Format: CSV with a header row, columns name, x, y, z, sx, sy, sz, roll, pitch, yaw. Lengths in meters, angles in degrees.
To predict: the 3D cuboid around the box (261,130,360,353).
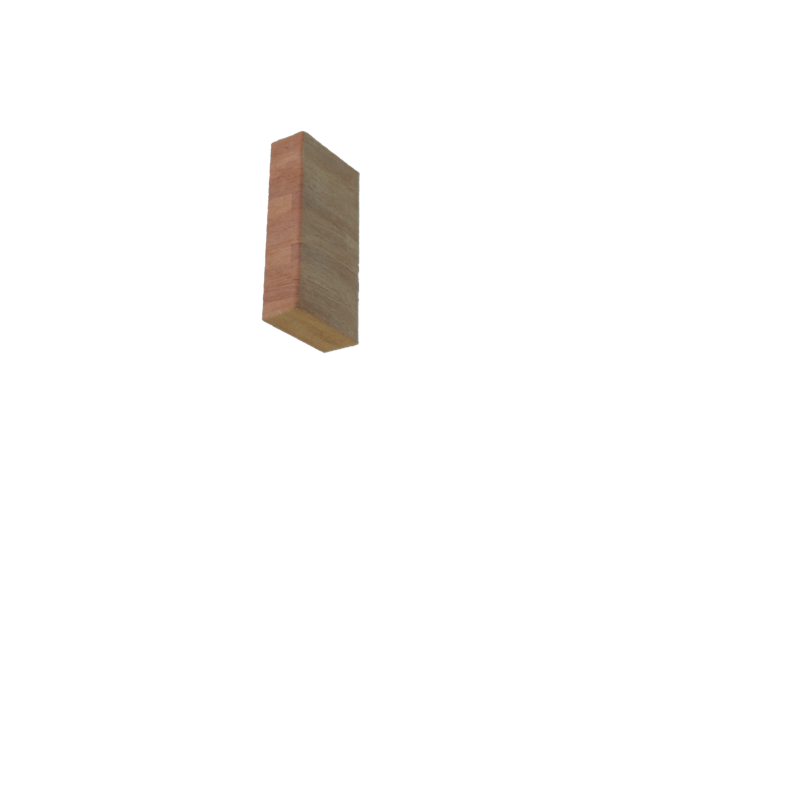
name,x,y,z,sx,sy,sz,roll,pitch,yaw
box,-0.077,-0.141,0.988,0.049,0.187,0.087,-19,-31,30
